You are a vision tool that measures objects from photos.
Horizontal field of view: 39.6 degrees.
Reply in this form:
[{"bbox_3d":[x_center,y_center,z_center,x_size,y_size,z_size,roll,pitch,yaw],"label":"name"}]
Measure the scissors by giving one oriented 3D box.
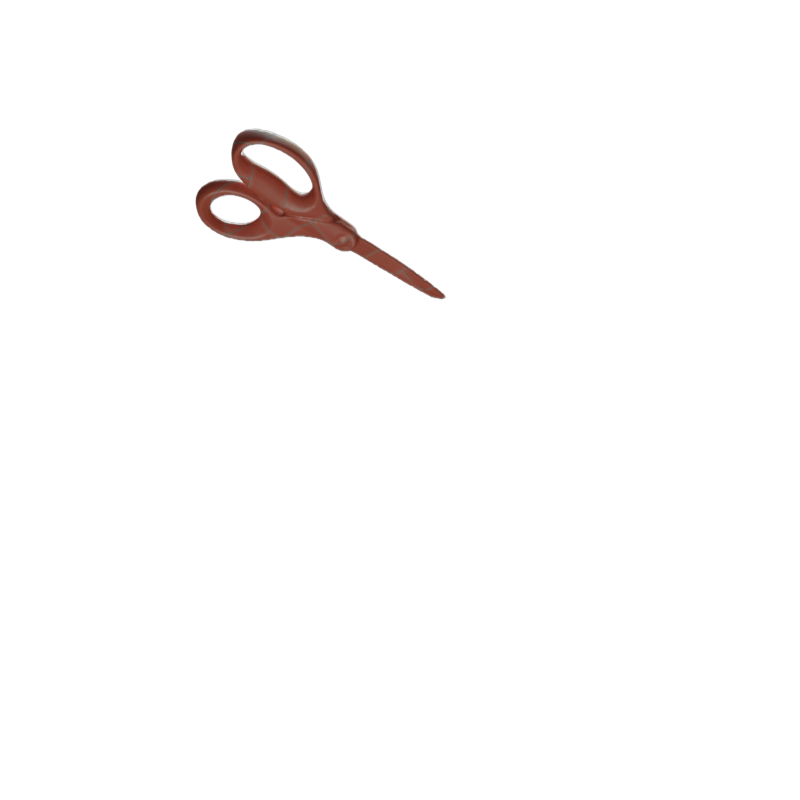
[{"bbox_3d":[-0.060,-0.109,0.765,0.096,0.017,0.187,-25,-48,24],"label":"scissors"}]
